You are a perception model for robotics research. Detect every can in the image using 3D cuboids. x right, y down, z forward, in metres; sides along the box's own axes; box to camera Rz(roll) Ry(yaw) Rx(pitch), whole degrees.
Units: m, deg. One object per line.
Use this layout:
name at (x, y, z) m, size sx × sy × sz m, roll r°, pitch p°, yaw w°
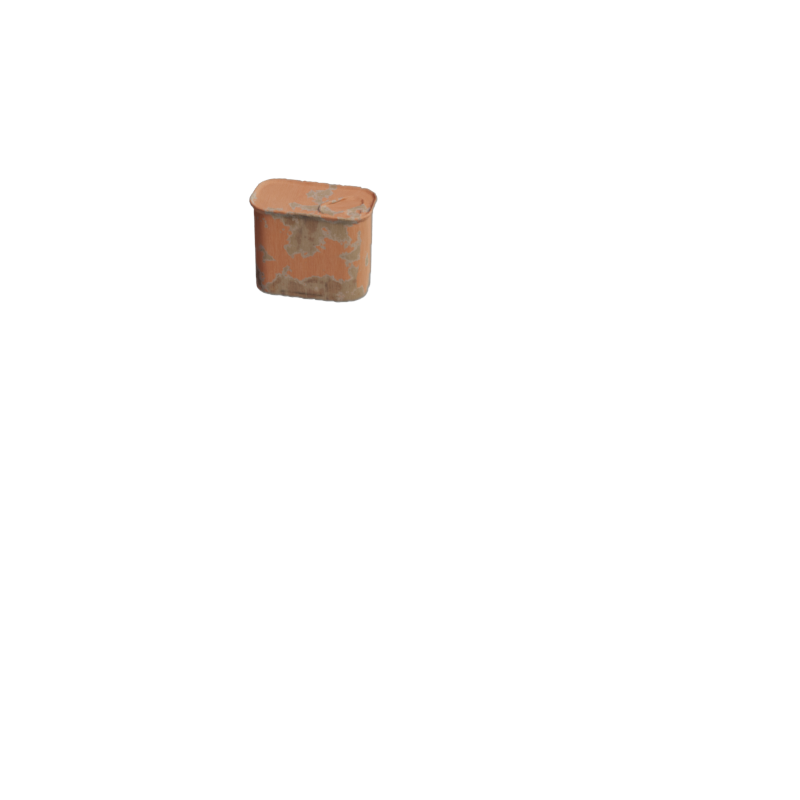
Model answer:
can at (-0.072, -0.132, 0.923) m, size 0.104 × 0.079 × 0.060 m, roll 8°, pitch 33°, yaw 10°
